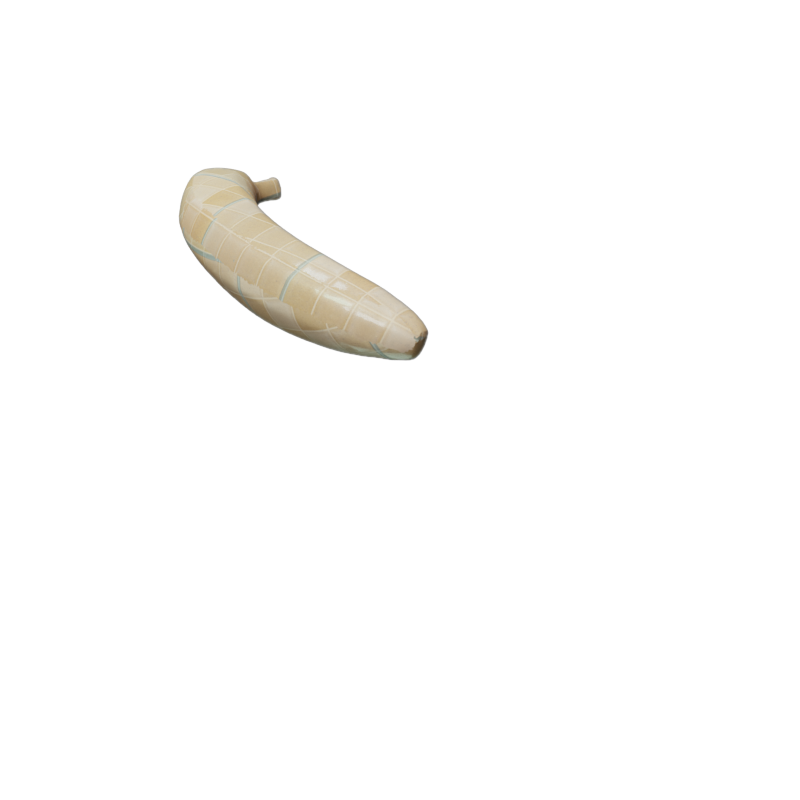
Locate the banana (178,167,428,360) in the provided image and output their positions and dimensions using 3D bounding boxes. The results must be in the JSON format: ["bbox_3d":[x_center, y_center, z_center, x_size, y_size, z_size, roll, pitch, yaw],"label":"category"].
[{"bbox_3d":[-0.057,-0.070,0.495,0.068,0.035,0.213,-11,32,-19],"label":"banana"}]
